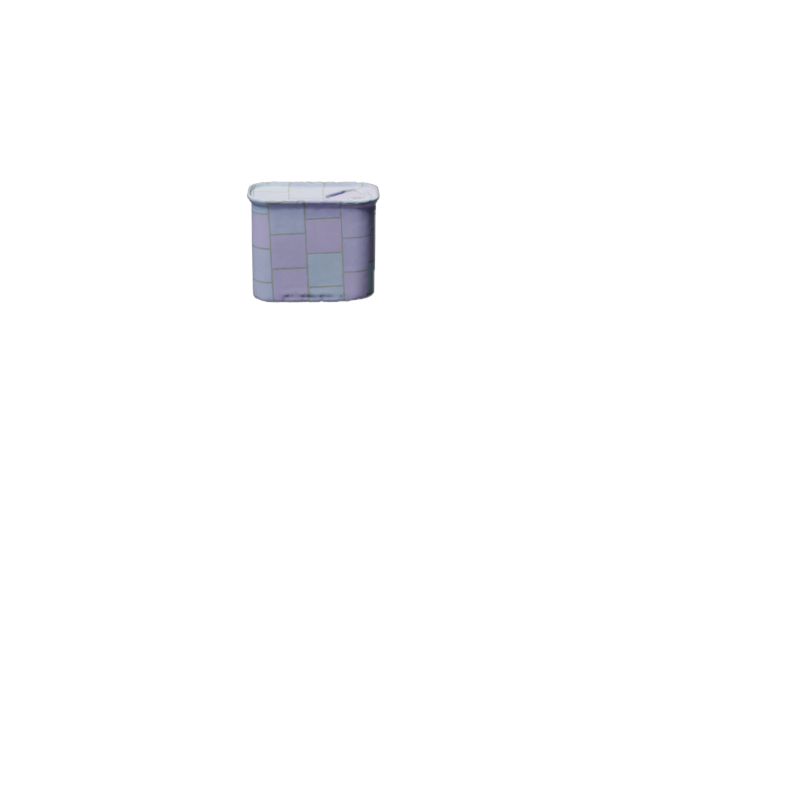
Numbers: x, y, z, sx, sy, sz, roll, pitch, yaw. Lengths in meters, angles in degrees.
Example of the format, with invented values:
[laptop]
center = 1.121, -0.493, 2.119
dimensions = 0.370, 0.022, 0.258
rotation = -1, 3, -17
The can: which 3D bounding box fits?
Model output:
[can]
center = -0.068, -0.124, 0.869
dimensions = 0.102, 0.080, 0.060
rotation = 0, 20, -2
